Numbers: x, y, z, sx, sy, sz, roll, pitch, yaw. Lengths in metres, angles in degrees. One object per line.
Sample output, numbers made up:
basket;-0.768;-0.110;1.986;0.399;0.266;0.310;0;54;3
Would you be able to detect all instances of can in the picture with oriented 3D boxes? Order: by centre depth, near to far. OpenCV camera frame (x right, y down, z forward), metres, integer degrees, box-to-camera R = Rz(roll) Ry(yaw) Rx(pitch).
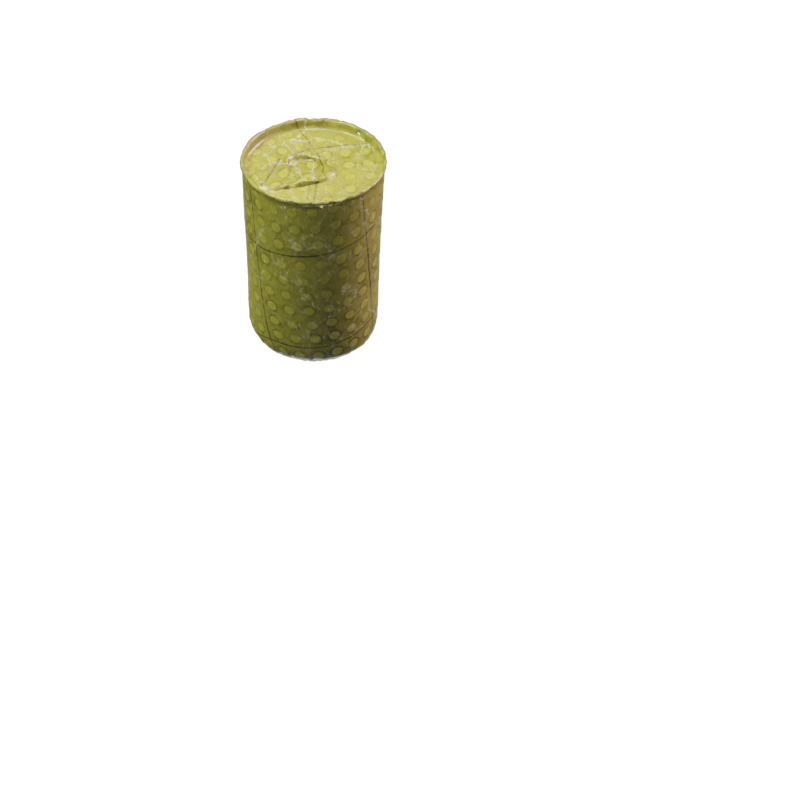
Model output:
can;-0.043;-0.078;0.544;0.068;0.095;0.074;0;44;-3
